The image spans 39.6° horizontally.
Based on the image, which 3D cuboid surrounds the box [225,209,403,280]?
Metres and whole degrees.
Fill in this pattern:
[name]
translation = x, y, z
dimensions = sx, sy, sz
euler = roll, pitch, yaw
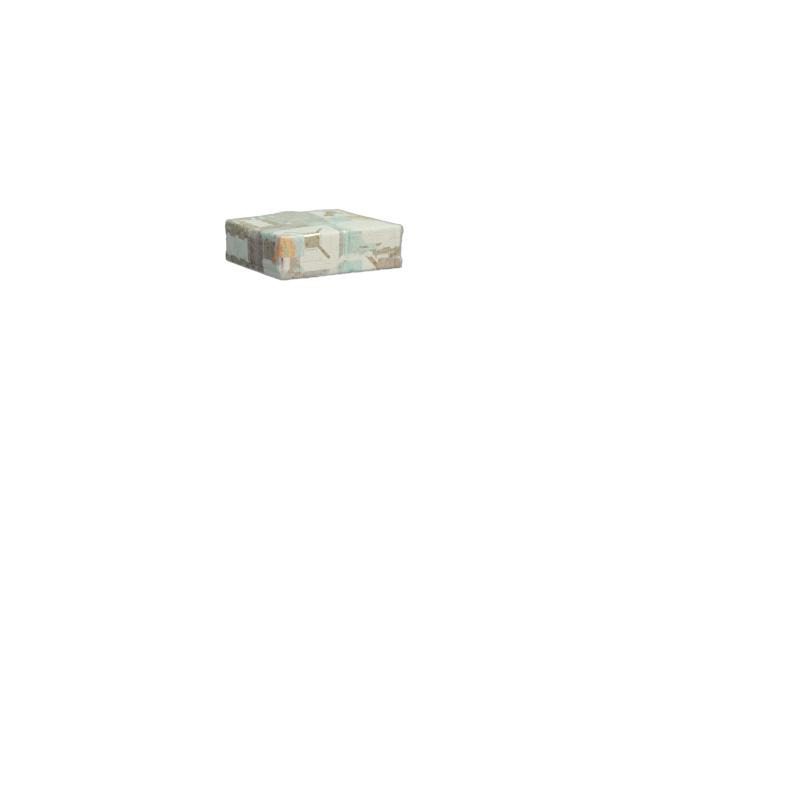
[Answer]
[box]
translation = -0.054, -0.099, 0.691
dimensions = 0.087, 0.029, 0.077
euler = -11, 20, -31
